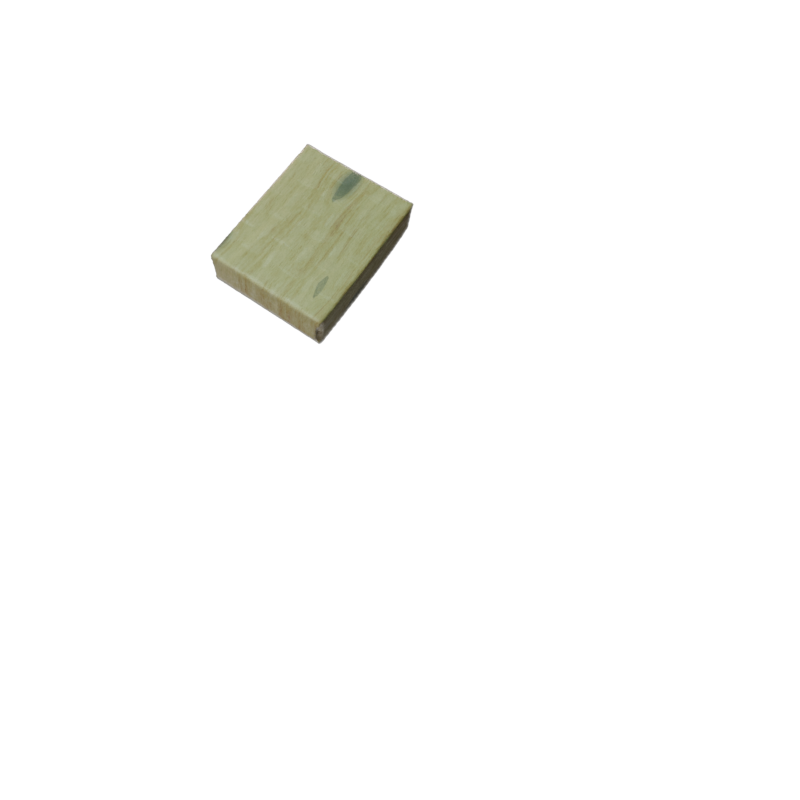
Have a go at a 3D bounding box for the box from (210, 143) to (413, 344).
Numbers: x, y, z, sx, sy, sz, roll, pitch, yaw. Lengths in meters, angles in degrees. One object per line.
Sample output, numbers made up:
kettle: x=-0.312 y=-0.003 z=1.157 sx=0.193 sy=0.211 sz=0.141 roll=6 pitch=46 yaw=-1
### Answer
box: x=-0.059 y=-0.107 z=0.750 sx=0.093 sy=0.116 sz=0.037 roll=31 pitch=-25 yaw=15
